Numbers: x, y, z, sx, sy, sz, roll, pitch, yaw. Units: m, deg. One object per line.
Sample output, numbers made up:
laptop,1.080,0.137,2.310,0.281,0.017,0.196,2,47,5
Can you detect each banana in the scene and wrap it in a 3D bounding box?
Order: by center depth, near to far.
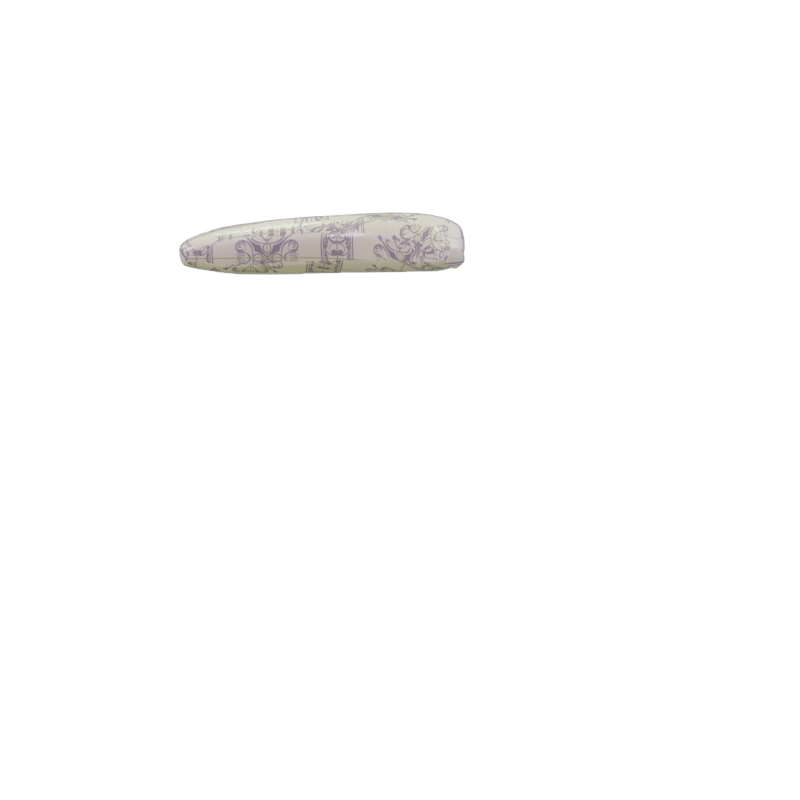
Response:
banana,-0.040,-0.096,0.676,0.205,0.037,0.067,3,4,31
